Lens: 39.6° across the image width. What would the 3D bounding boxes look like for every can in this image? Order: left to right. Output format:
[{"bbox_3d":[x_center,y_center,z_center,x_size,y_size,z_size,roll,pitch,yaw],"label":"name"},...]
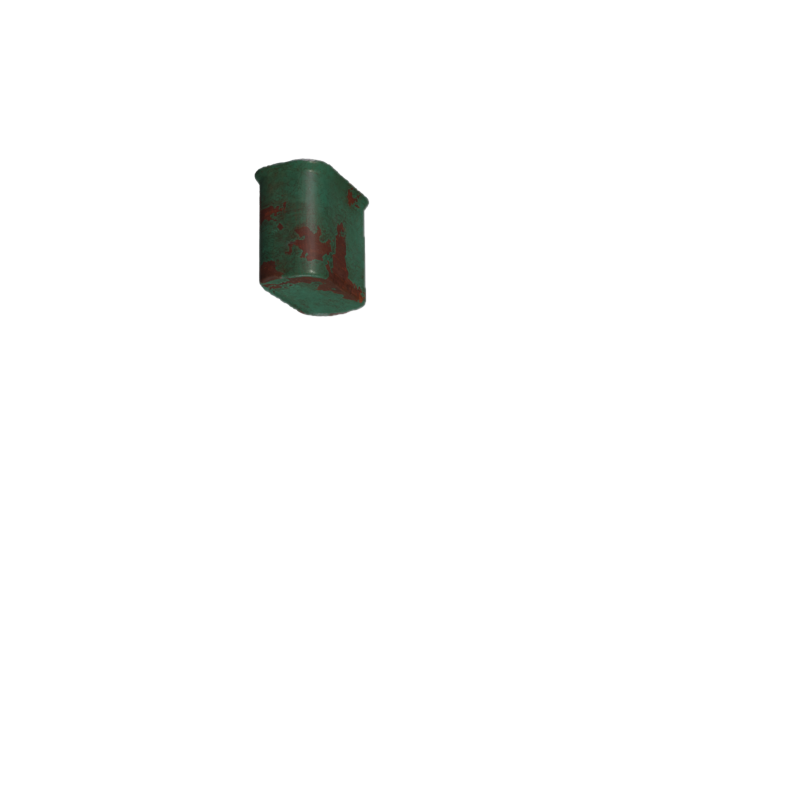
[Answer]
[{"bbox_3d":[-0.062,-0.113,0.790,0.059,0.087,0.096,-8,-18,21],"label":"can"}]
